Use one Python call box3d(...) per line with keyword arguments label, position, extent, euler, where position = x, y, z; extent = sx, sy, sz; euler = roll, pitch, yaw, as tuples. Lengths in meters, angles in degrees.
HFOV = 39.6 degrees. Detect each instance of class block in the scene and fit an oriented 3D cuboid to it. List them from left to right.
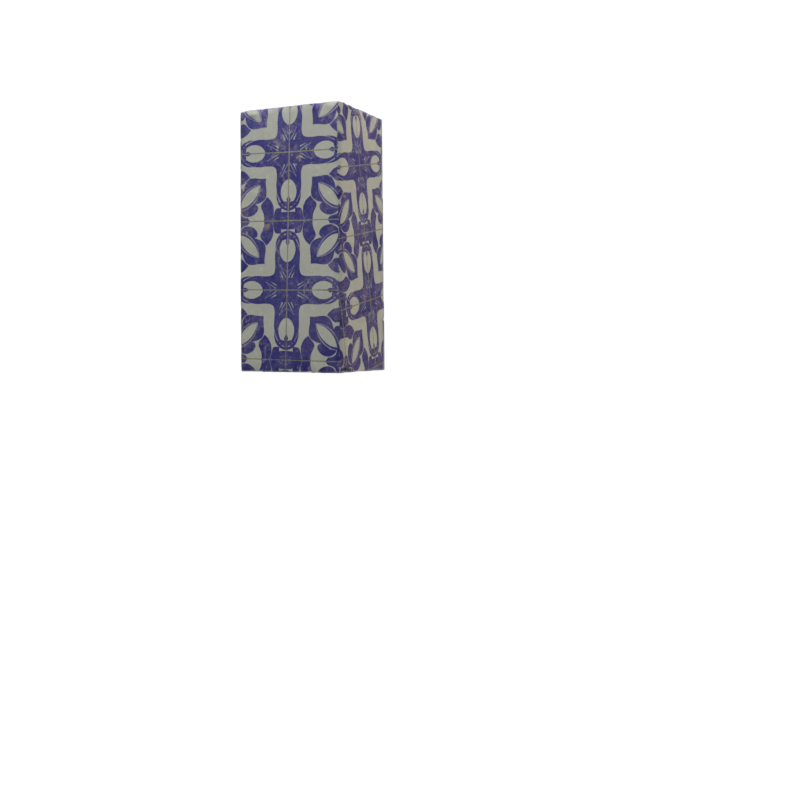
box3d(label="block", position=(-0.070, -0.127, 0.892), extent=(0.093, 0.208, 0.087), euler=(-2, -4, 25))
